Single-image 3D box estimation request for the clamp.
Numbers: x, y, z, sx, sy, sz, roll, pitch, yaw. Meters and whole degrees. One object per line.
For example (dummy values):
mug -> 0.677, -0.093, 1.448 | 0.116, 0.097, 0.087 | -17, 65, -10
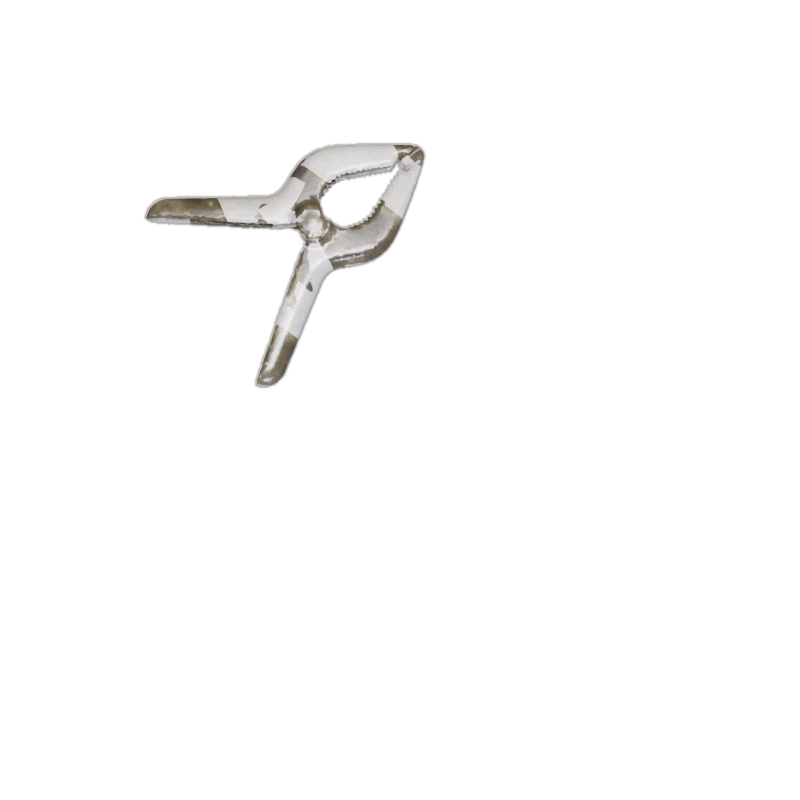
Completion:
clamp -> -0.066, -0.120, 0.841 | 0.210, 0.168, 0.036 | -27, -7, -4
